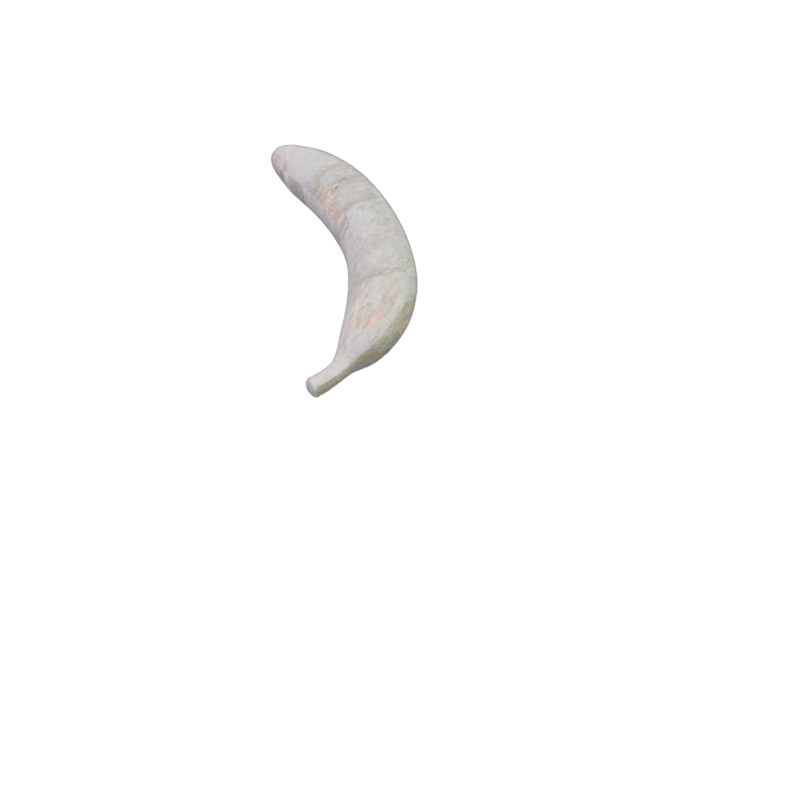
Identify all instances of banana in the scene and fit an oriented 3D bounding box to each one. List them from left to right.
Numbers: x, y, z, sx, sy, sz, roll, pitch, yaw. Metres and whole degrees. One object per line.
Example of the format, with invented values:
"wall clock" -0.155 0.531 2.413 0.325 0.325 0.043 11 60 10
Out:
"banana" -0.030 -0.088 0.624 0.069 0.034 0.214 -6 45 -7
